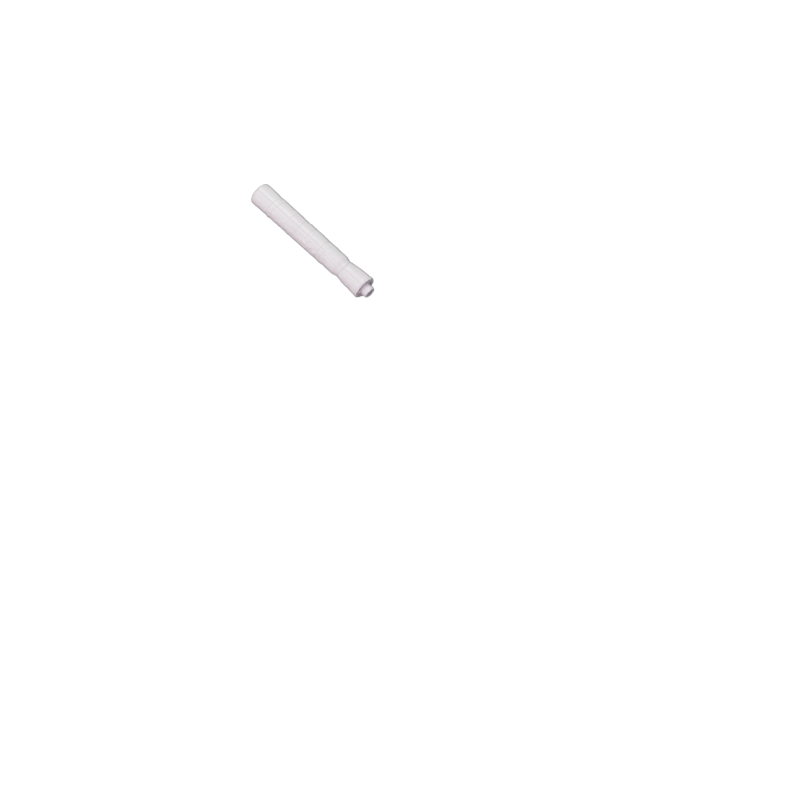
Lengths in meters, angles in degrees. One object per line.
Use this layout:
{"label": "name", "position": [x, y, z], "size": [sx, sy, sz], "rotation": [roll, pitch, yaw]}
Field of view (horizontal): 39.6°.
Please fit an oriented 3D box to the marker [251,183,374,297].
{"label": "marker", "position": [-0.065, -0.119, 0.831], "size": [0.127, 0.019, 0.019], "rotation": [43, 21, 21]}
